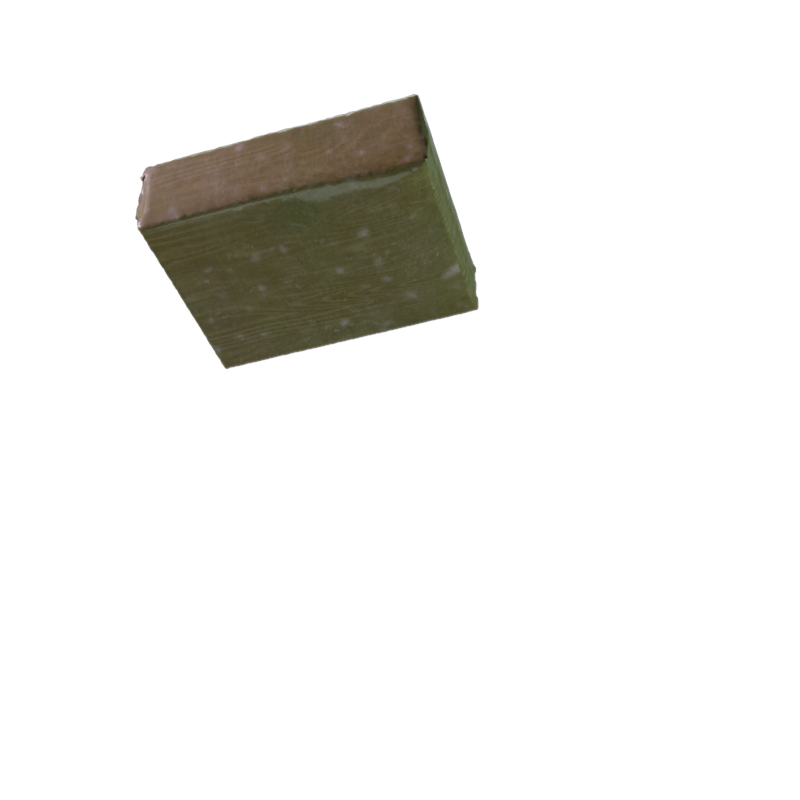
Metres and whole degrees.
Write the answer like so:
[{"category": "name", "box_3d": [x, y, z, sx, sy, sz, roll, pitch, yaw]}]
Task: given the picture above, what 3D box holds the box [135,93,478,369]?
[{"category": "box", "box_3d": [-0.034, -0.062, 0.434, 0.115, 0.042, 0.083, -11, -40, 12]}]
